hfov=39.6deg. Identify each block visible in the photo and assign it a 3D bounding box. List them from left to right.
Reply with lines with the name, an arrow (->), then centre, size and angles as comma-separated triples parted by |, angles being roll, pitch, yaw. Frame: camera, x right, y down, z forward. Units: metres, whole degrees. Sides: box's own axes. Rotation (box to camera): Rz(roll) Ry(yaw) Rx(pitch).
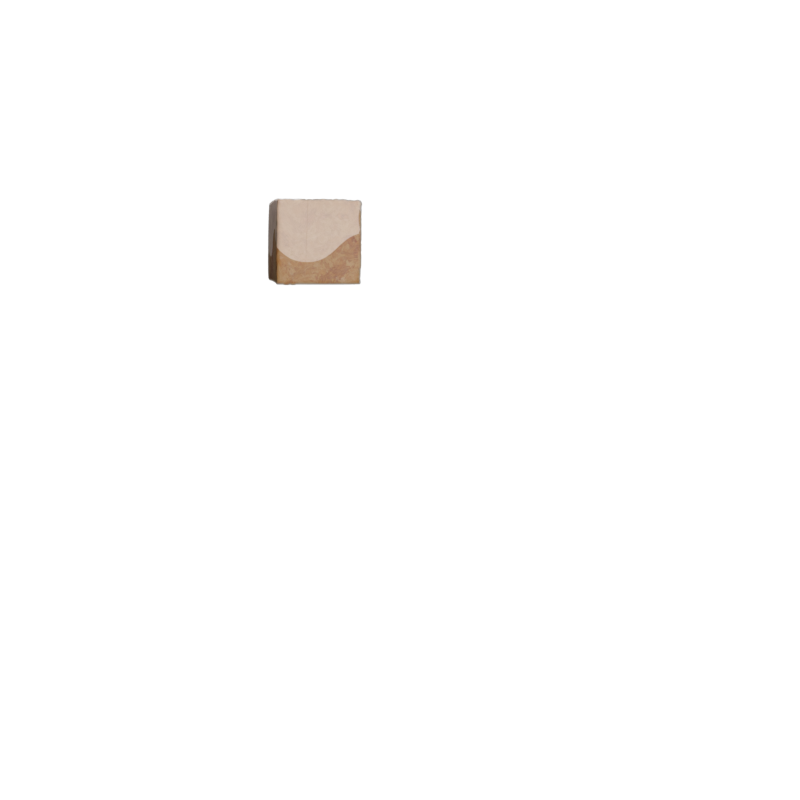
block -> -0.054, -0.099, 0.692 | 0.052, 0.051, 0.079 | -1, 6, -9
